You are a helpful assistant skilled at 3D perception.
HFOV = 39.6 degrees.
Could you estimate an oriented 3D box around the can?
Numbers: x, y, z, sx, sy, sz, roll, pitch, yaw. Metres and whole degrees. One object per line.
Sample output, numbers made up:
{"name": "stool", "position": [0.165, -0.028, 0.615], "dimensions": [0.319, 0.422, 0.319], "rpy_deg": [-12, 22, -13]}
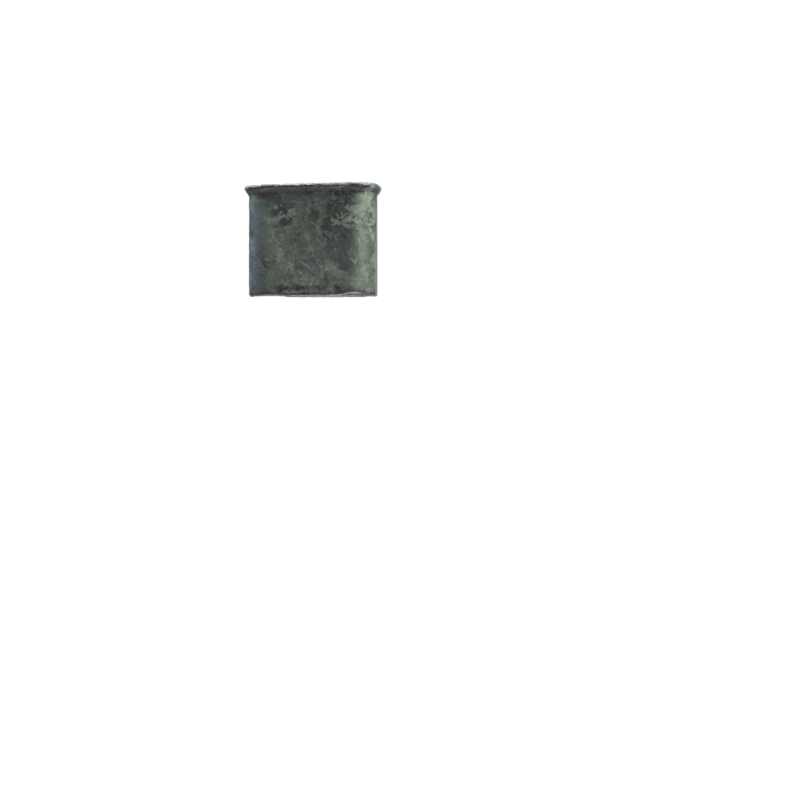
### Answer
{"name": "can", "position": [-0.066, -0.120, 0.841], "dimensions": [0.103, 0.084, 0.056], "rpy_deg": [0, -1, 10]}
